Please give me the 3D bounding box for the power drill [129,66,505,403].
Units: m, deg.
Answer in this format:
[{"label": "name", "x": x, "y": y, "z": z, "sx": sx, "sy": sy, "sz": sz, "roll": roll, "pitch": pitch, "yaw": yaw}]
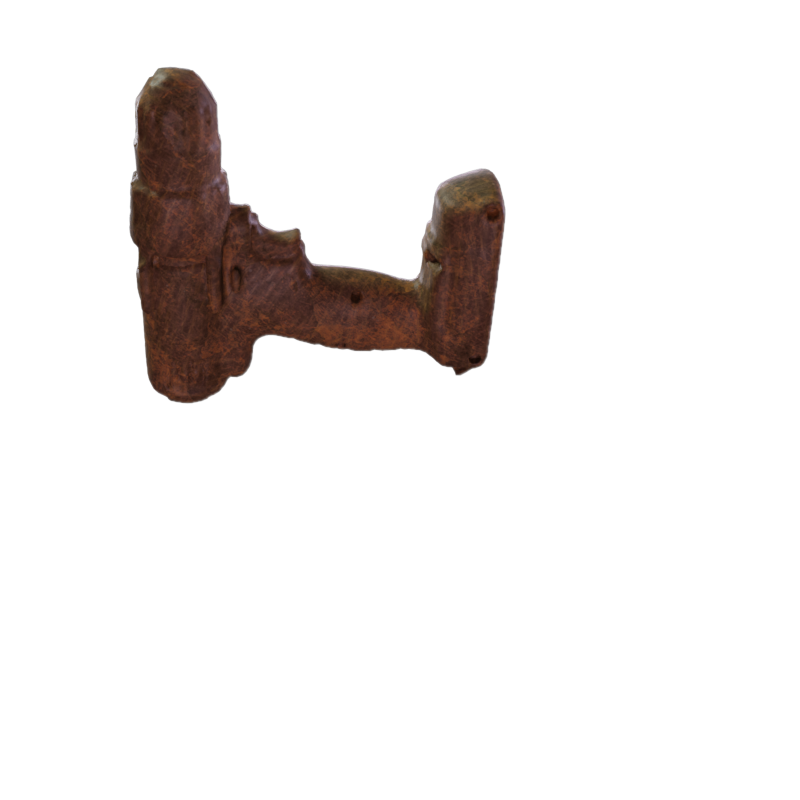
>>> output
[{"label": "power drill", "x": -0.045, "y": -0.082, "z": 0.572, "sx": 0.187, "sy": 0.173, "sz": 0.061, "roll": 2, "pitch": 32, "yaw": -1}]
